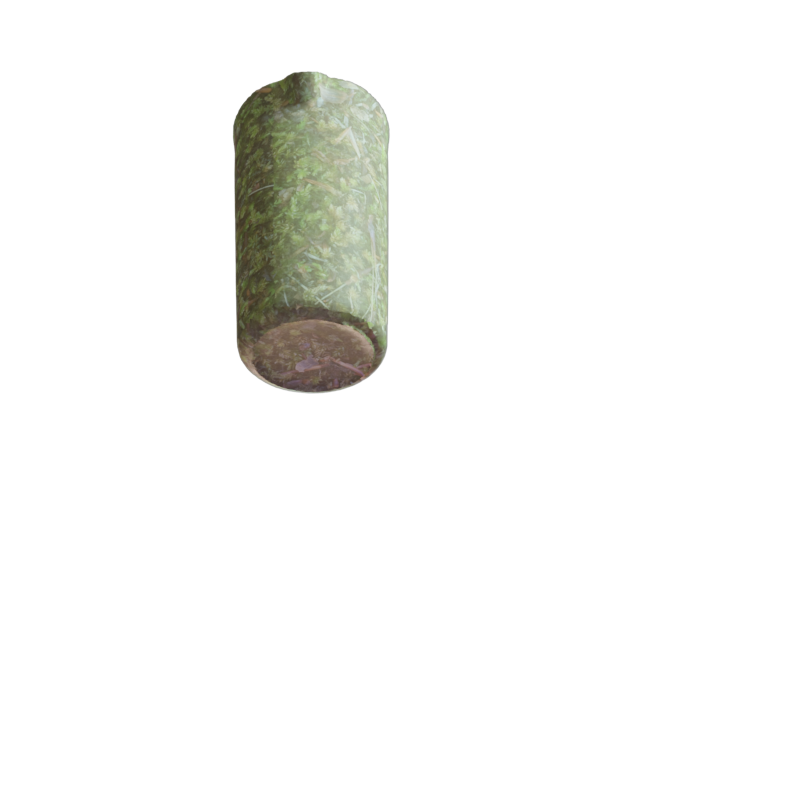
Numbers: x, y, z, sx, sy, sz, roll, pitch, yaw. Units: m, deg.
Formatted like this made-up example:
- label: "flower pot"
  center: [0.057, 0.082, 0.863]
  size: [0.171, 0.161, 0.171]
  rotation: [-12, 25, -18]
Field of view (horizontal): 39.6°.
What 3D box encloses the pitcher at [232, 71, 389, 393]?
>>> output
- label: "pitcher"
  center: [-0.068, -0.125, 0.874]
  size: [0.140, 0.261, 0.144]
  rotation: [31, -49, -35]
